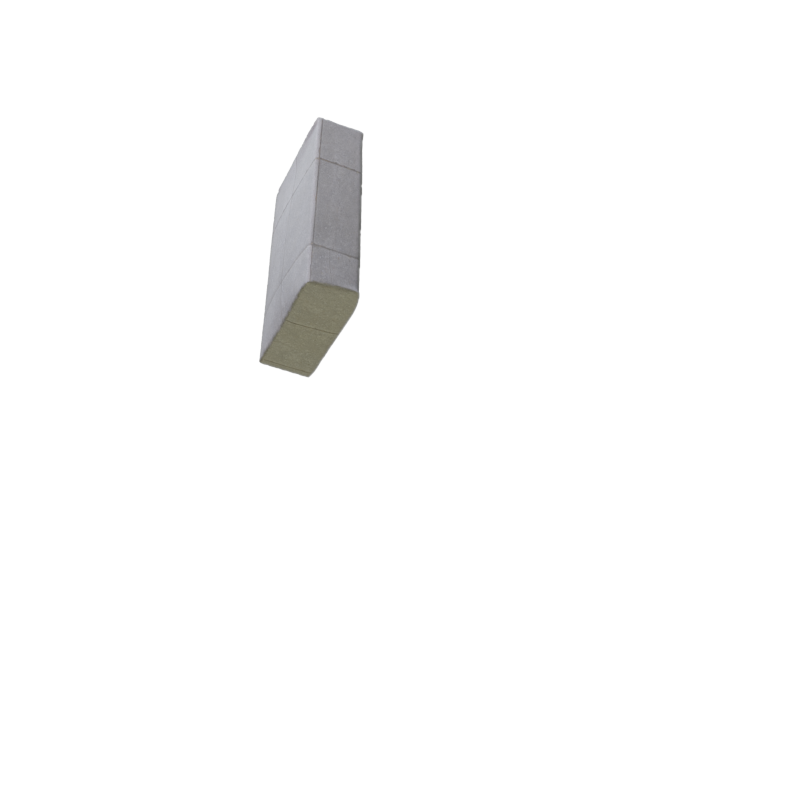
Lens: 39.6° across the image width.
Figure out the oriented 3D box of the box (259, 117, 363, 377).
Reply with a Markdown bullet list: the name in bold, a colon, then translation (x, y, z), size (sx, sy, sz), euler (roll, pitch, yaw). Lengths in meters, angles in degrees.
- **box**: translation (-0.064, -0.116, 0.810), size (0.046, 0.189, 0.090), euler (16, -45, -21)
